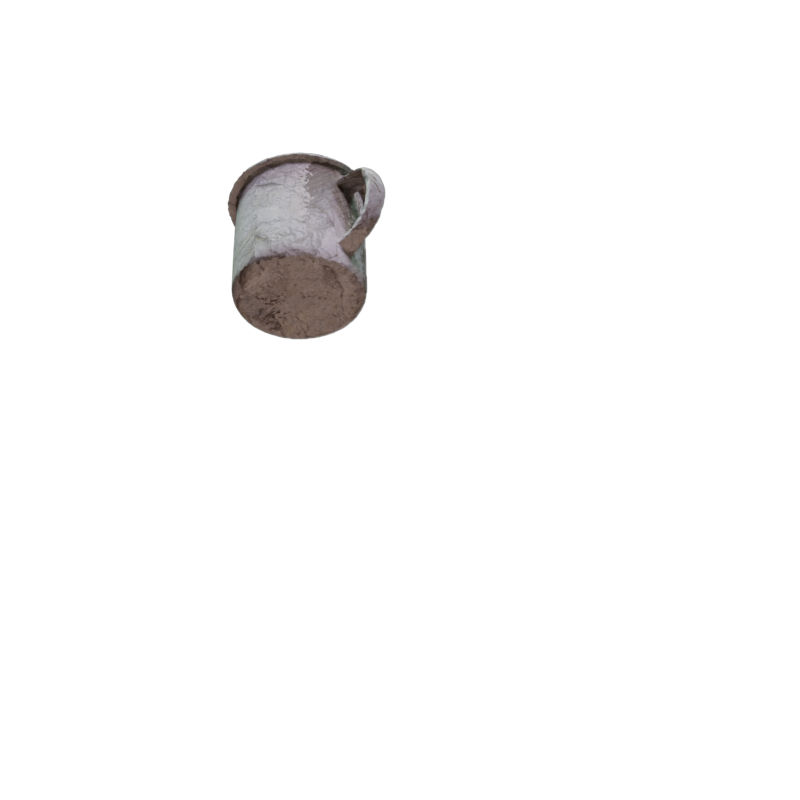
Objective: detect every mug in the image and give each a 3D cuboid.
[{"bbox_3d":[-0.053,-0.097,0.680,0.116,0.087,0.087,-31,-48,31],"label":"mug"}]
